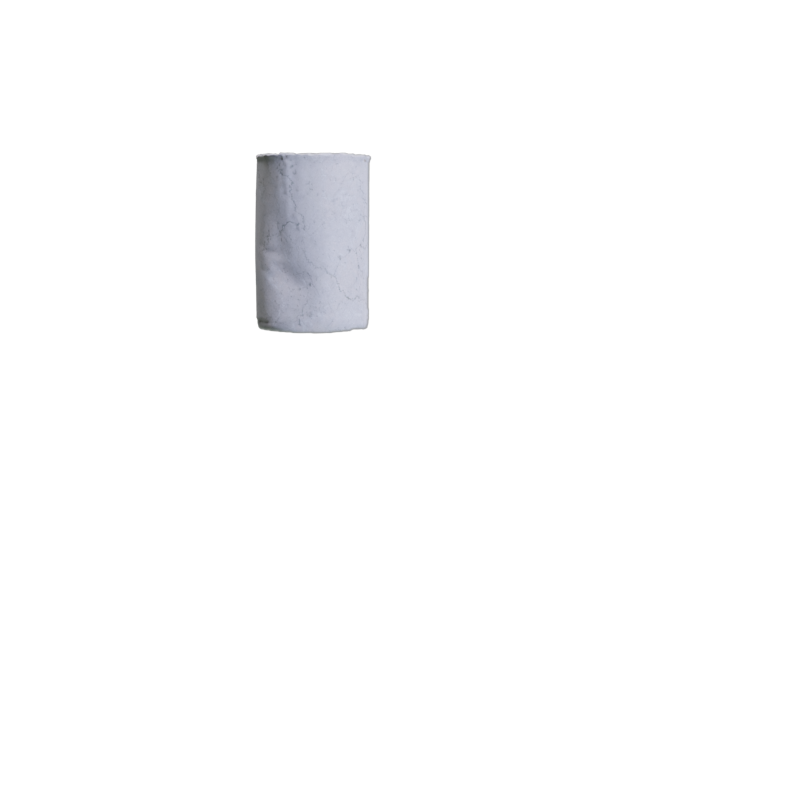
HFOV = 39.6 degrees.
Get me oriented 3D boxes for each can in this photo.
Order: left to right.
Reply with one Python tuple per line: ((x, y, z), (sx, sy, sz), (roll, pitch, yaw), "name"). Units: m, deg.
((-0.051, -0.093, 0.653), (0.068, 0.102, 0.069), (0, 4, -2), "can")
